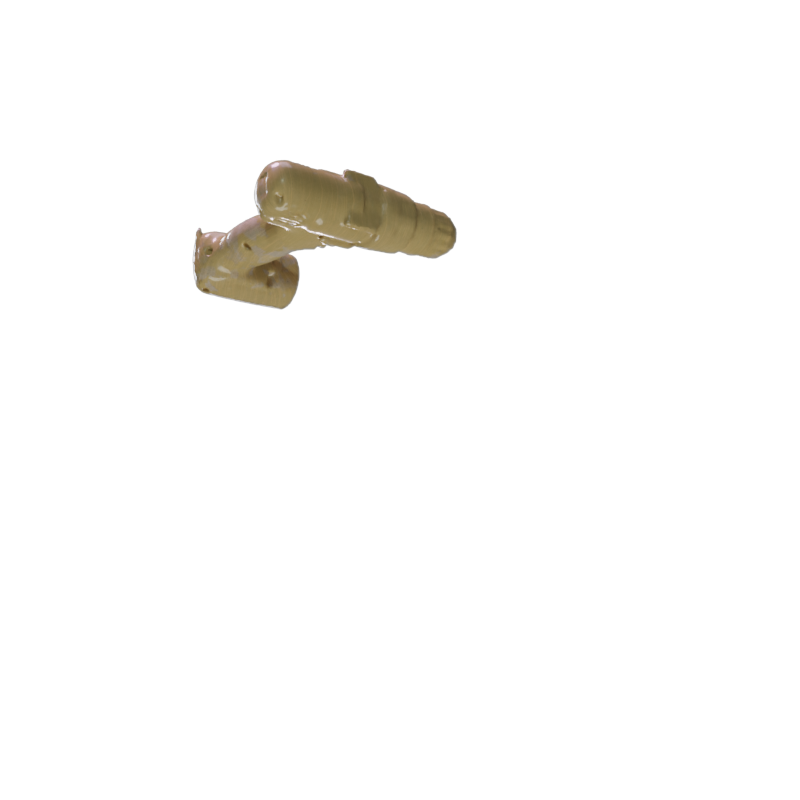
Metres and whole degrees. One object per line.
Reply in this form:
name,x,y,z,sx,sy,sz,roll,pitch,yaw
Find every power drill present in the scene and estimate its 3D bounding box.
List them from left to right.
power drill,-0.072,-0.132,0.922,0.175,0.060,0.188,14,-24,-34
